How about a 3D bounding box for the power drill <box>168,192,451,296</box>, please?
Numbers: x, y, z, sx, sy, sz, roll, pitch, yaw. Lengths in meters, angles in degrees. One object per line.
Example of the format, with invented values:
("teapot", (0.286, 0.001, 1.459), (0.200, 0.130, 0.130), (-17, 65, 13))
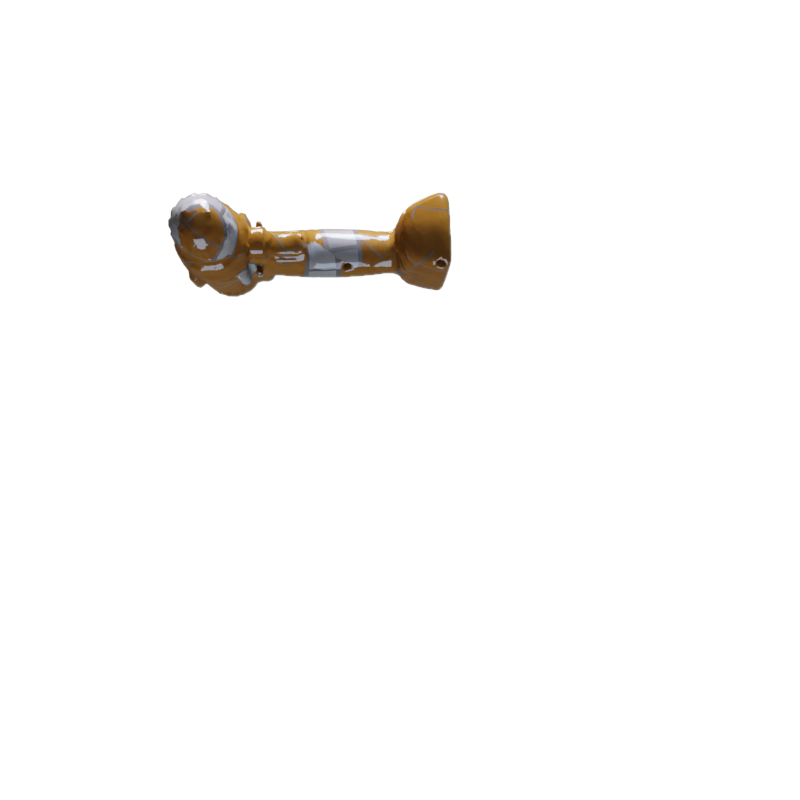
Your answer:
("power drill", (-0.060, -0.110, 0.773), (0.188, 0.058, 0.181), (0, -3, 2))
